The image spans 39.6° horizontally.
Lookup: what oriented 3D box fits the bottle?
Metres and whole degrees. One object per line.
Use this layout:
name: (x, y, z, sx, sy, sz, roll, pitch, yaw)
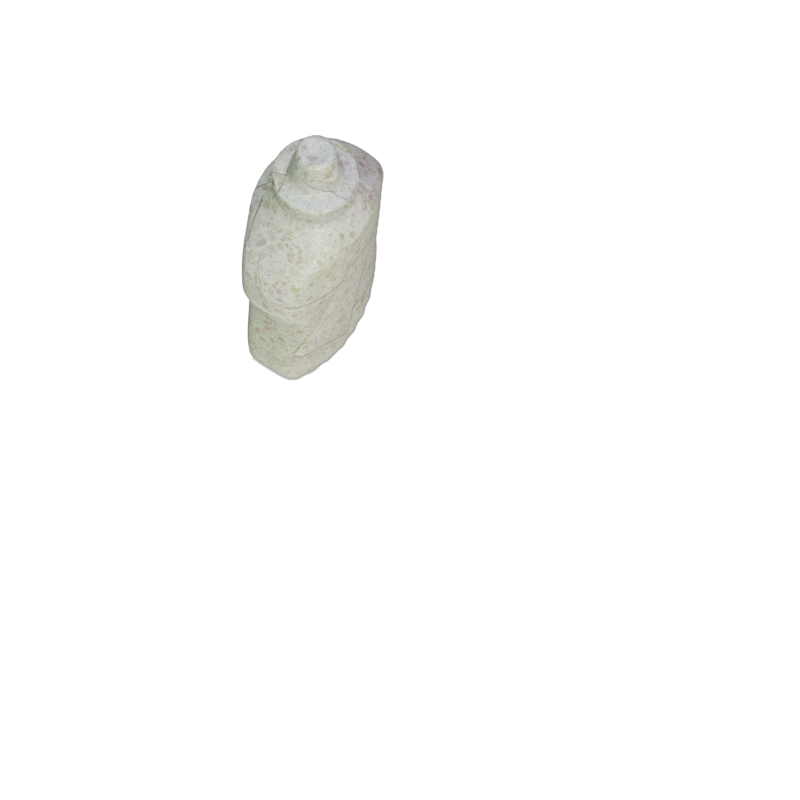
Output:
bottle: (-0.045, -0.083, 0.581, 0.060, 0.098, 0.183, 32, -18, 7)
